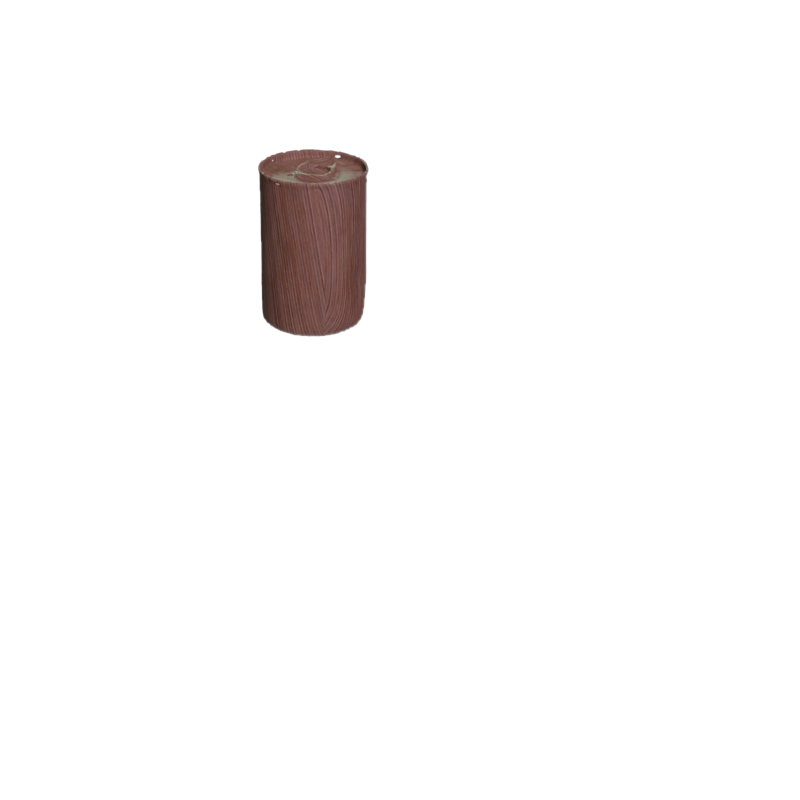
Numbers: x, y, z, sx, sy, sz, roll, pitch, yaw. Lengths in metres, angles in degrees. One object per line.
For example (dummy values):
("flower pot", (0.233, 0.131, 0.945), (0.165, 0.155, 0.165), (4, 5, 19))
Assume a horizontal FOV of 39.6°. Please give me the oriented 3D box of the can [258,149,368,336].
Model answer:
("can", (-0.055, -0.100, 0.701), (0.068, 0.097, 0.072), (0, 26, -2))
